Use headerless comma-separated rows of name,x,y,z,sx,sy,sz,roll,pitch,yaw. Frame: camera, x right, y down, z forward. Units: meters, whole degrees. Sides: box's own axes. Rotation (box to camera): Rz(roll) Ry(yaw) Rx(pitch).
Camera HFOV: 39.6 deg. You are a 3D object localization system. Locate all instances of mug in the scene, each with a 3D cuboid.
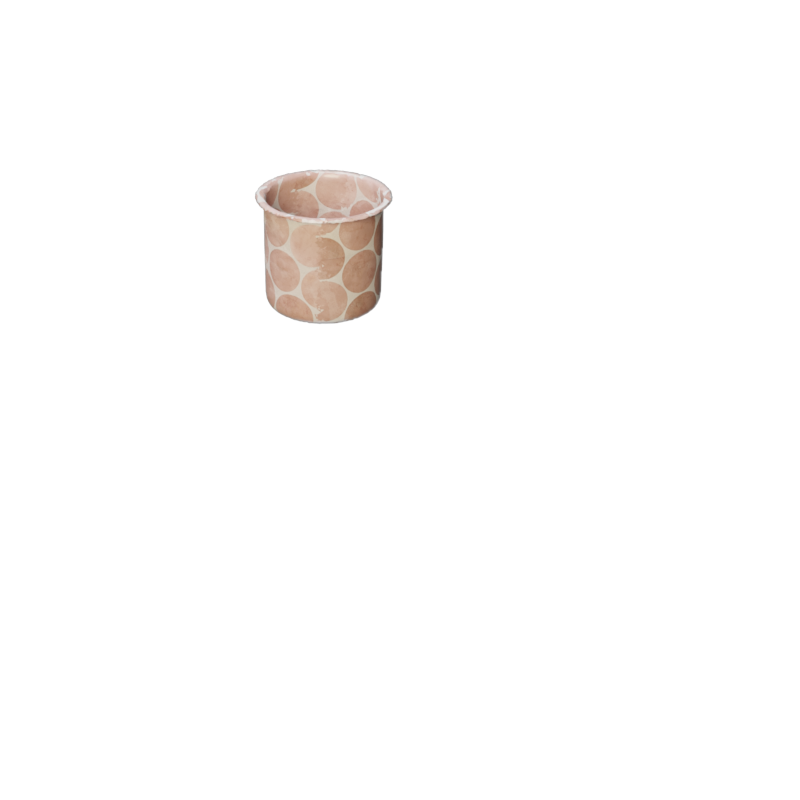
mug,-0.061,-0.111,0.776,0.092,0.077,0.126,-20,35,-33
